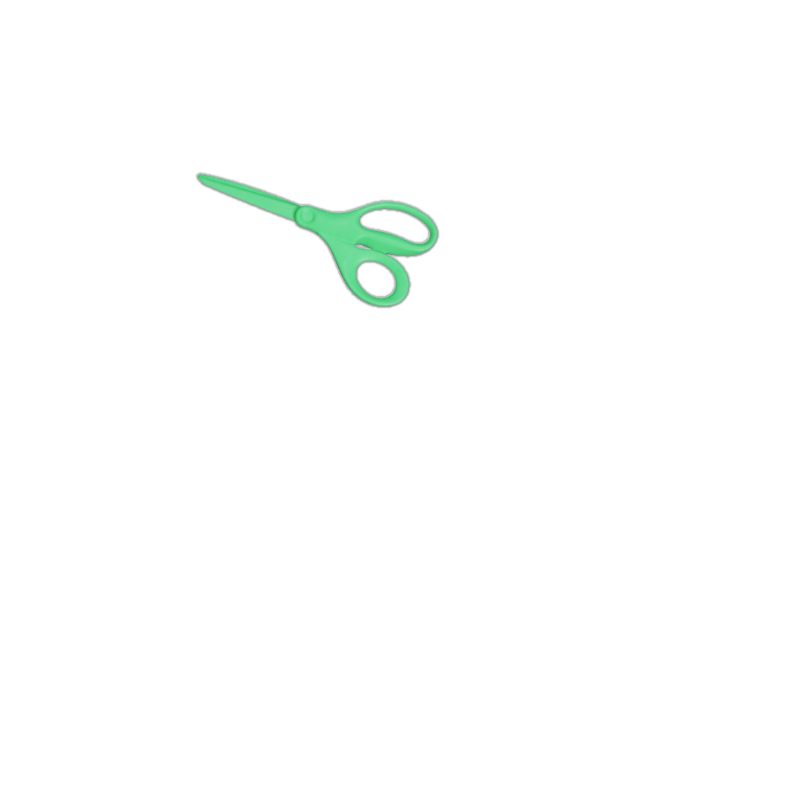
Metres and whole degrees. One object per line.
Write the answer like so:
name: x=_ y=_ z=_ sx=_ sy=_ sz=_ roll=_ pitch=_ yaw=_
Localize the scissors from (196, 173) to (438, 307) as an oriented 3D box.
scissors: x=-0.071 y=-0.129 z=0.906 sx=0.202 sy=0.099 sz=0.015 roll=5 pitch=-11 yaw=1
